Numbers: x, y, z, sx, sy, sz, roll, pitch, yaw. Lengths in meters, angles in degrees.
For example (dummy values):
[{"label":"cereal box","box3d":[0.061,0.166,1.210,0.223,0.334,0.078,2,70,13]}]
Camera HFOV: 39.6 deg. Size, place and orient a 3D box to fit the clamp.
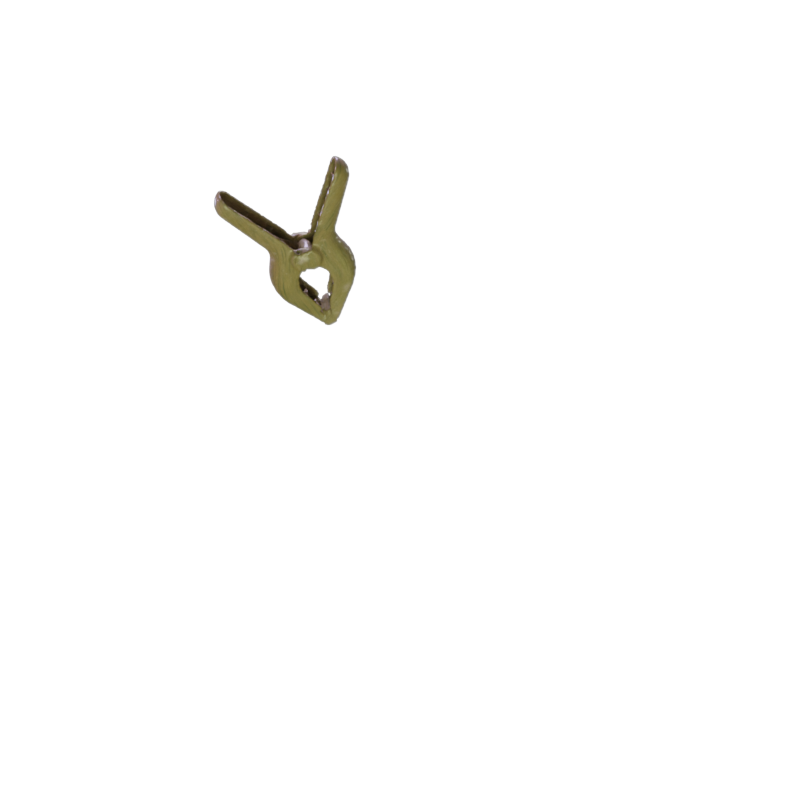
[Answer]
[{"label":"clamp","box3d":[-0.078,-0.142,0.998,0.121,0.042,0.158,-18,-49,16]}]
